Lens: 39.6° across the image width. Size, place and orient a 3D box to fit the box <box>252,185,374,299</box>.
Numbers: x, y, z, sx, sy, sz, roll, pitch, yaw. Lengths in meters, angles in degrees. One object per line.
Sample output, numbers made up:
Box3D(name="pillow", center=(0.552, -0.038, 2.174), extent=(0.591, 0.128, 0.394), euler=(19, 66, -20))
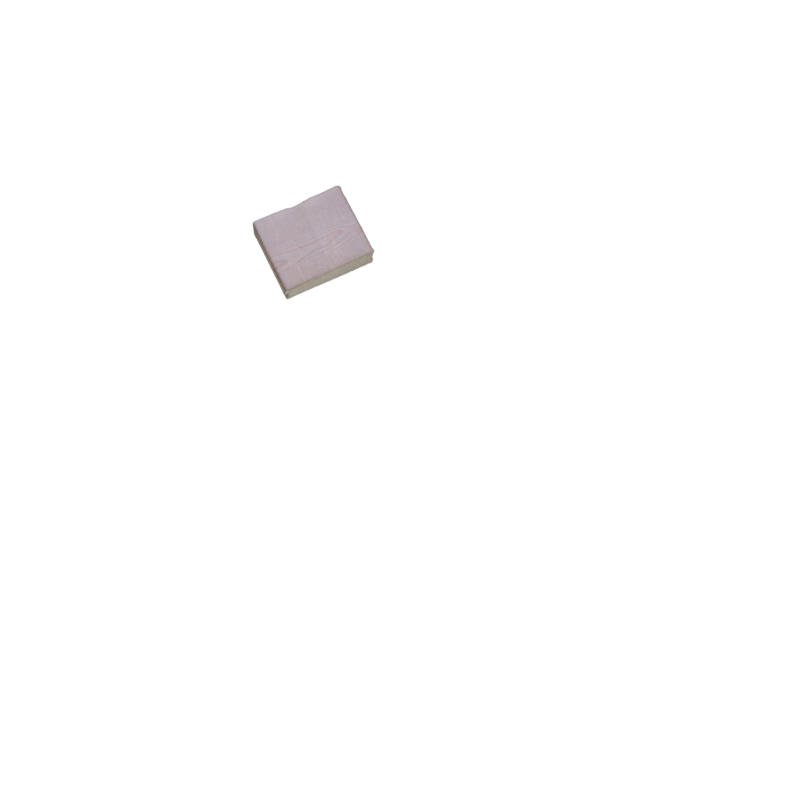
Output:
Box3D(name="box", center=(-0.078, -0.142, 0.997), extent=(0.089, 0.077, 0.029), euler=(-24, -18, -9))
